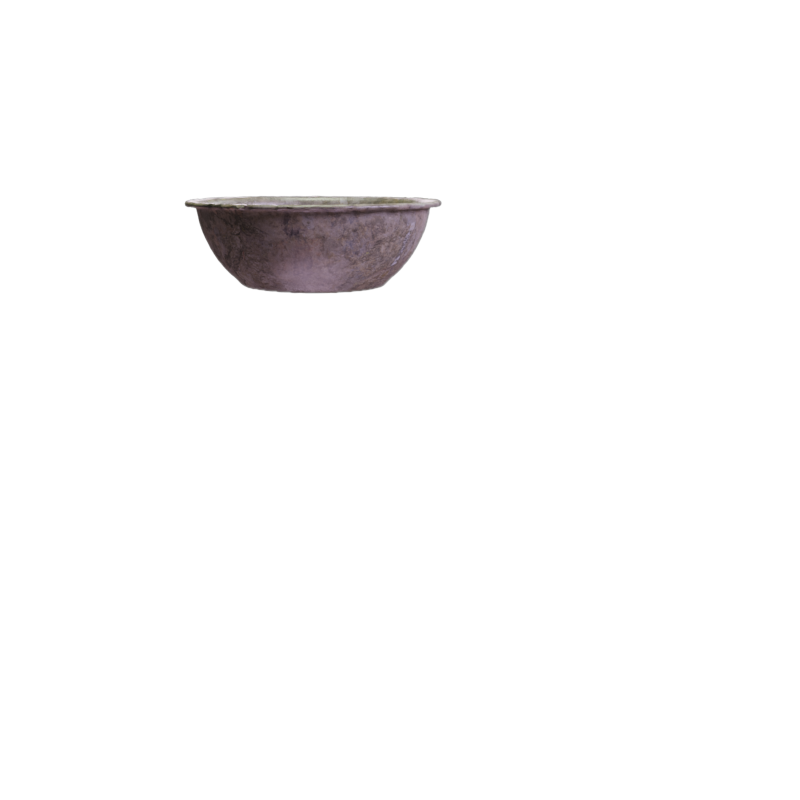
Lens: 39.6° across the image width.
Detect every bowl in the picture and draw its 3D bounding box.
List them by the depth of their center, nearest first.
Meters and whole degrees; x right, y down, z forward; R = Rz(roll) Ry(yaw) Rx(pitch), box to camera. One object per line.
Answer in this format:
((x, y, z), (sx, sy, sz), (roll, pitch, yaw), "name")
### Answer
((-0.055, -0.100, 0.702), (0.162, 0.054, 0.166), (0, 12, -2), "bowl")
